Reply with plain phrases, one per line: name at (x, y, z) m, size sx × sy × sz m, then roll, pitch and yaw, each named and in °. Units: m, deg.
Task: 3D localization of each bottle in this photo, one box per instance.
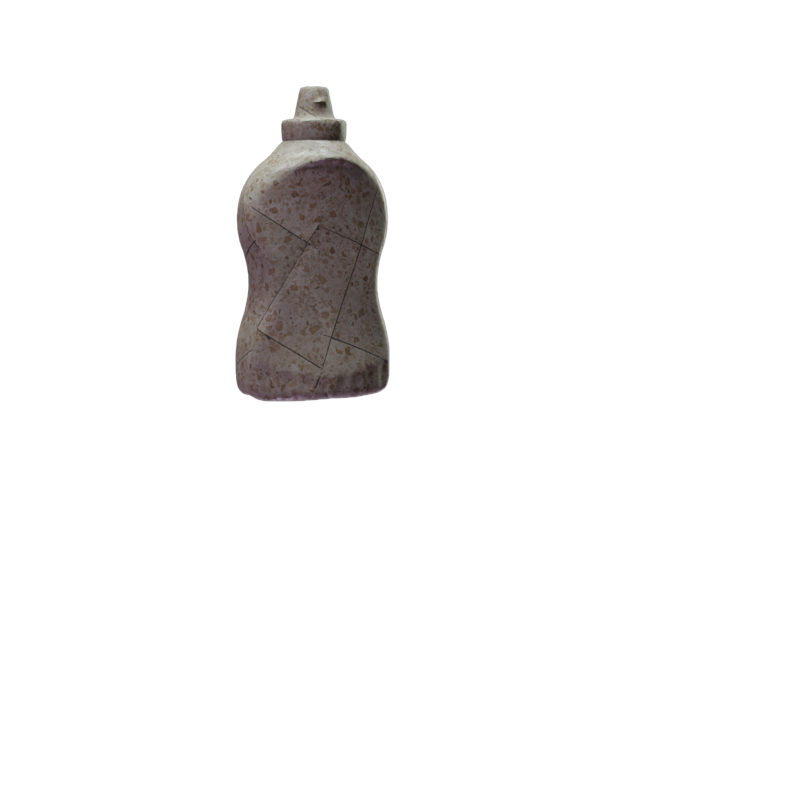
bottle at (-0.054, -0.099, 0.692) m, size 0.093 × 0.191 × 0.060 m, roll -1°, pitch 2°, yaw -24°
